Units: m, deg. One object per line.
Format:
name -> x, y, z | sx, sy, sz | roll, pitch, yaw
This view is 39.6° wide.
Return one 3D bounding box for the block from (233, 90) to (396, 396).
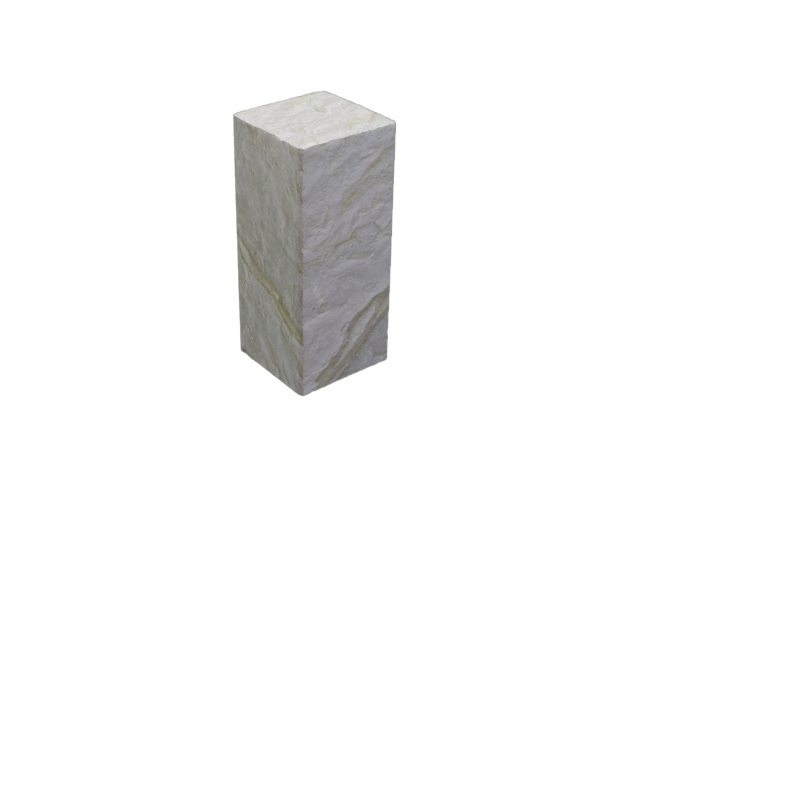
block -> -0.068, -0.123, 0.861 | 0.090, 0.194, 0.097 | -21, 38, -35
